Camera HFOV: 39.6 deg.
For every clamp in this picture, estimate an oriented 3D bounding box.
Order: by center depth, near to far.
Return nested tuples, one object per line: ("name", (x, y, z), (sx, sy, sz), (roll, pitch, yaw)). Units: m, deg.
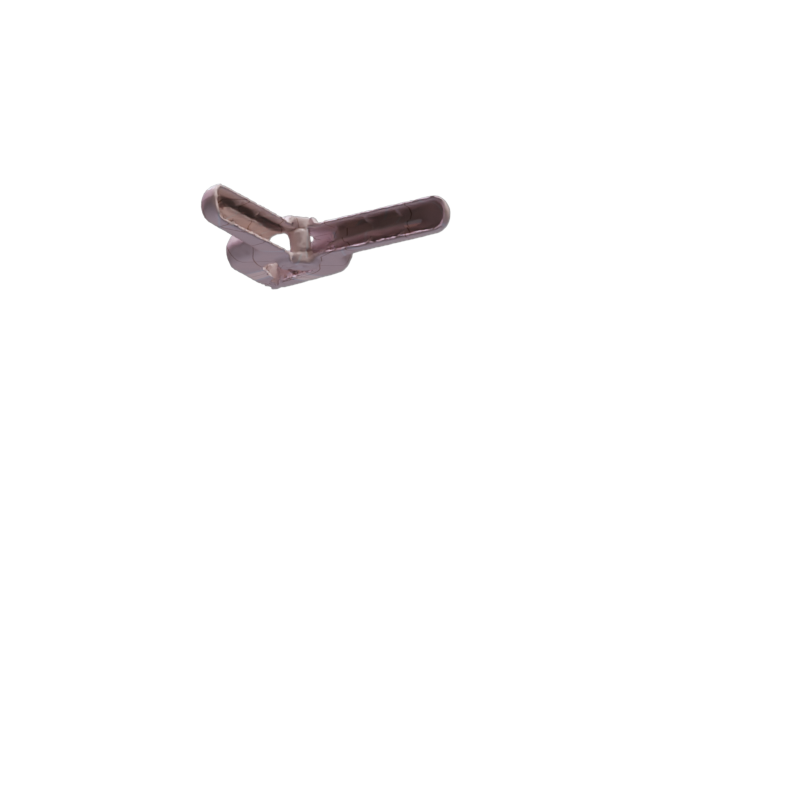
("clamp", (-0.063, -0.114, 0.799), (0.163, 0.037, 0.207), (1, -7, -9))
